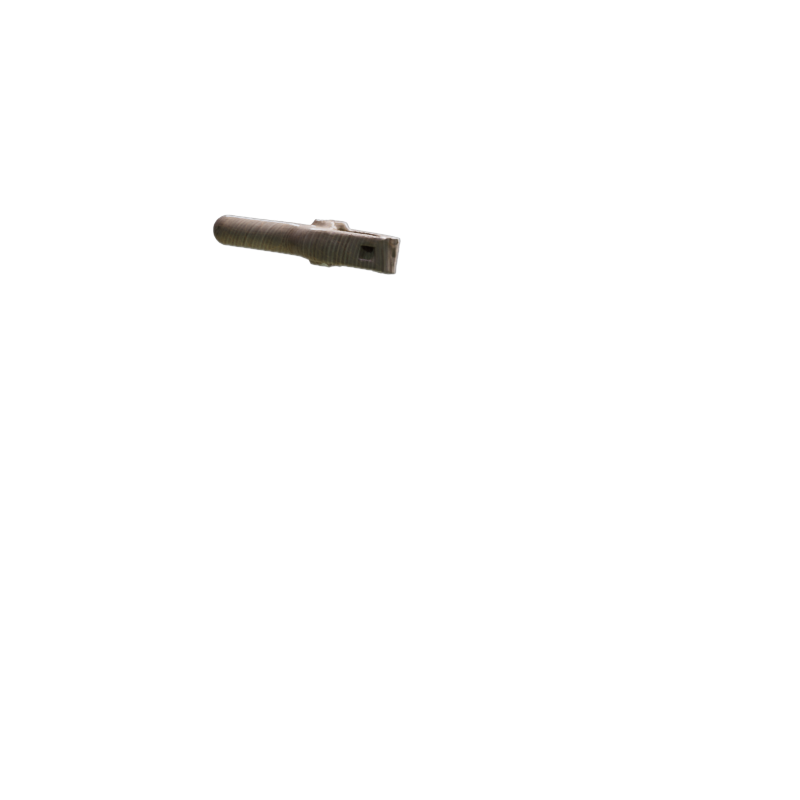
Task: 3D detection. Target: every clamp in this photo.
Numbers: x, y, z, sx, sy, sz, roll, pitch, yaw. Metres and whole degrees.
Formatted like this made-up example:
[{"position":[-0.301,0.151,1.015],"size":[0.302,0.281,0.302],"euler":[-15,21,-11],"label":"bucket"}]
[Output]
[{"position":[-0.067,-0.123,0.859],"size":[0.117,0.038,0.179],"euler":[-6,13,-28],"label":"clamp"}]
